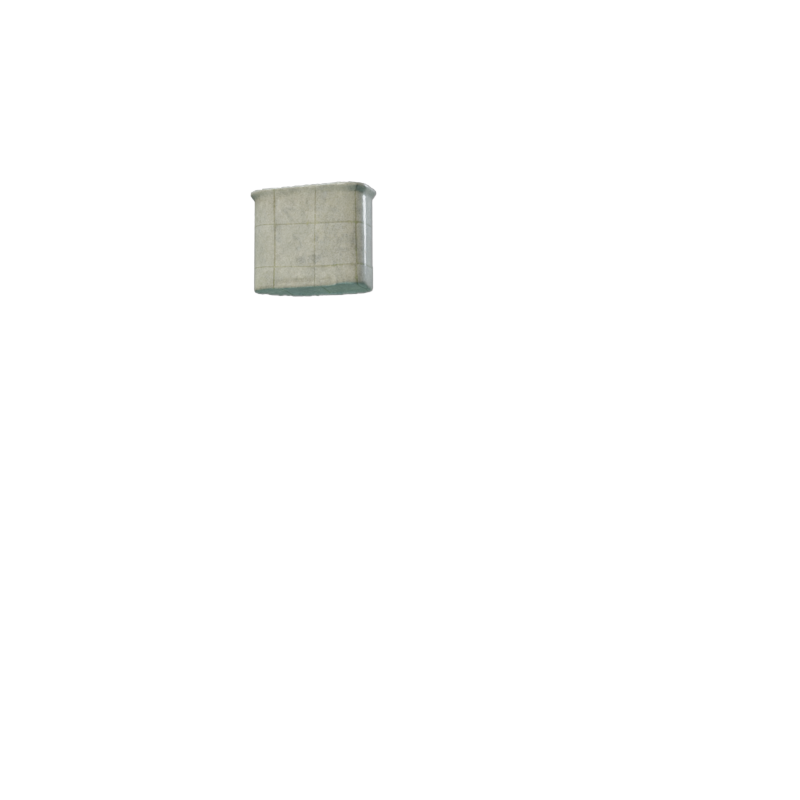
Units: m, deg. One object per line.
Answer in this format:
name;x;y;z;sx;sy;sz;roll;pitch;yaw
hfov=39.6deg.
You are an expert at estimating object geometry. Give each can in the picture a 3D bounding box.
can;-0.072;-0.130;0.912;0.104;0.086;0.055;-2;-8;19
